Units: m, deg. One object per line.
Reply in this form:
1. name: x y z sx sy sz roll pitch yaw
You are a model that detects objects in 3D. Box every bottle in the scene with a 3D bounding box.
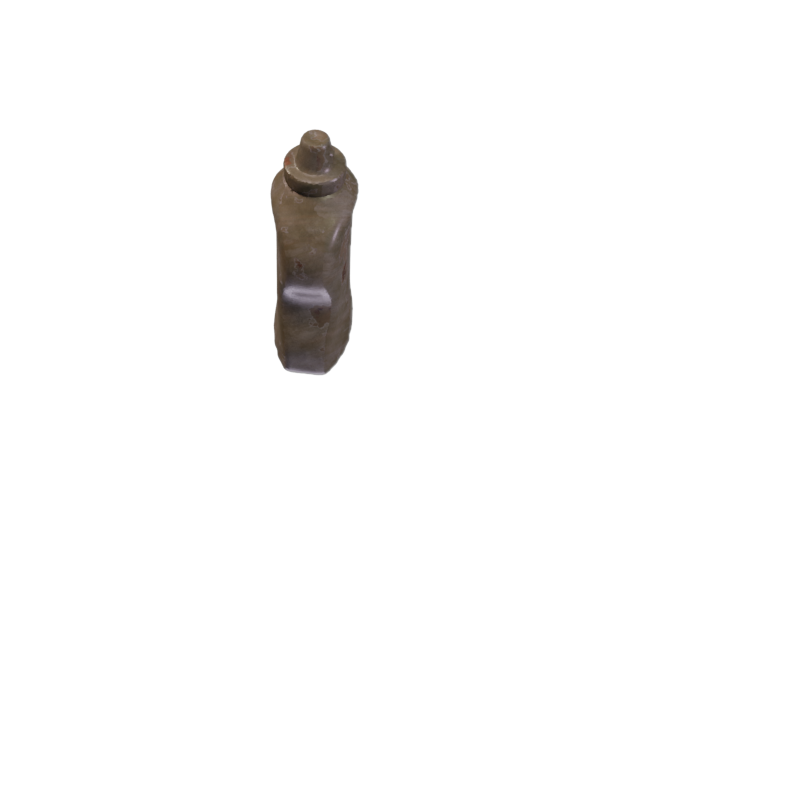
1. bottle: -0.059 -0.109 0.766 0.059 0.102 0.179 7 -39 2
